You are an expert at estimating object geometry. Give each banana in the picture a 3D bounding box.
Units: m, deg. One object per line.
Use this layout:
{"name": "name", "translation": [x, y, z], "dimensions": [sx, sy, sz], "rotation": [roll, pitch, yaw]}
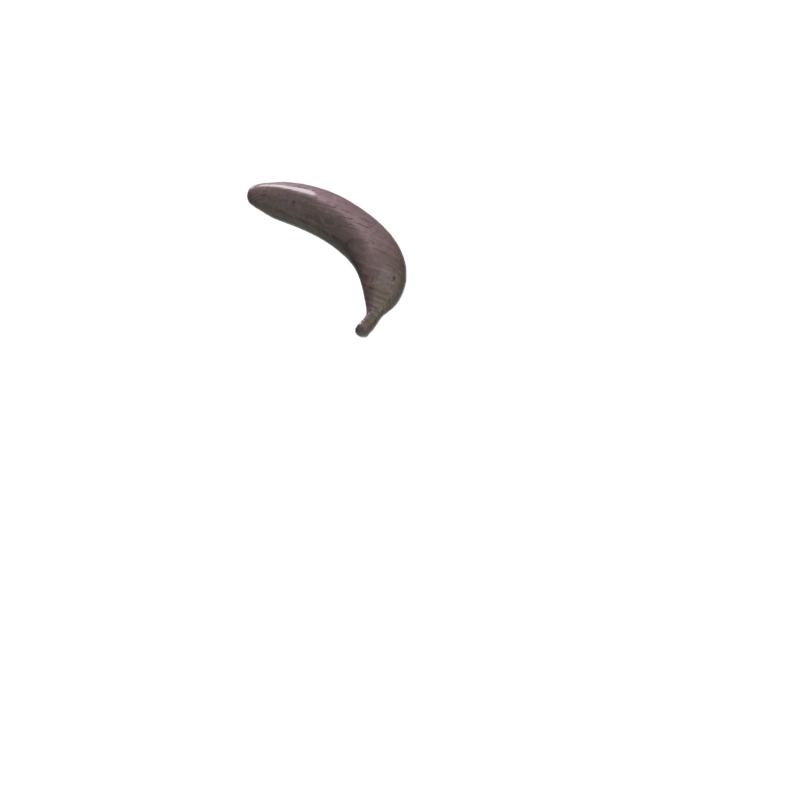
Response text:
{"name": "banana", "translation": [-0.049, -0.125, 0.857], "dimensions": [0.069, 0.034, 0.214], "rotation": [-19, 44, -22]}
